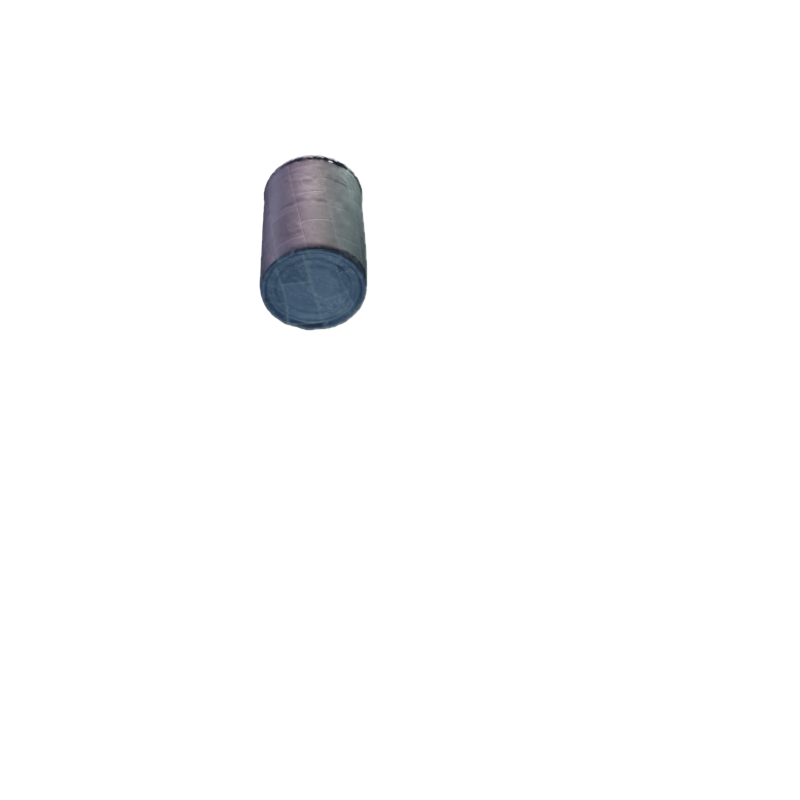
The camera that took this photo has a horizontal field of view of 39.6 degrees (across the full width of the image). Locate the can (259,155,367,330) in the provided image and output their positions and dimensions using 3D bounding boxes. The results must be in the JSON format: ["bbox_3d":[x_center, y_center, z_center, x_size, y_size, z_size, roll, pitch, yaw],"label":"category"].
[{"bbox_3d":[-0.056,-0.103,0.718,0.068,0.064,0.110,-1,42,-3],"label":"can"}]
